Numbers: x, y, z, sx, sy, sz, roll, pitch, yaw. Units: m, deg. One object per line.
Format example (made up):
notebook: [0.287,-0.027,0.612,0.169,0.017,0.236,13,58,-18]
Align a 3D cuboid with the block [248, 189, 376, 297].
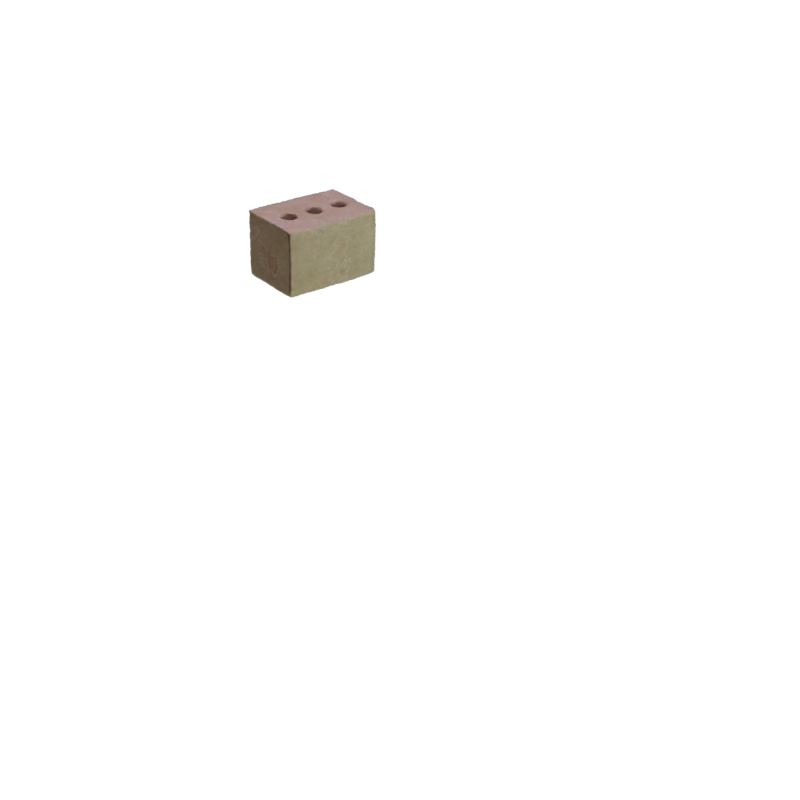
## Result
block: [-0.063,-0.114,0.800,0.077,0.048,0.056,-20,34,-34]
